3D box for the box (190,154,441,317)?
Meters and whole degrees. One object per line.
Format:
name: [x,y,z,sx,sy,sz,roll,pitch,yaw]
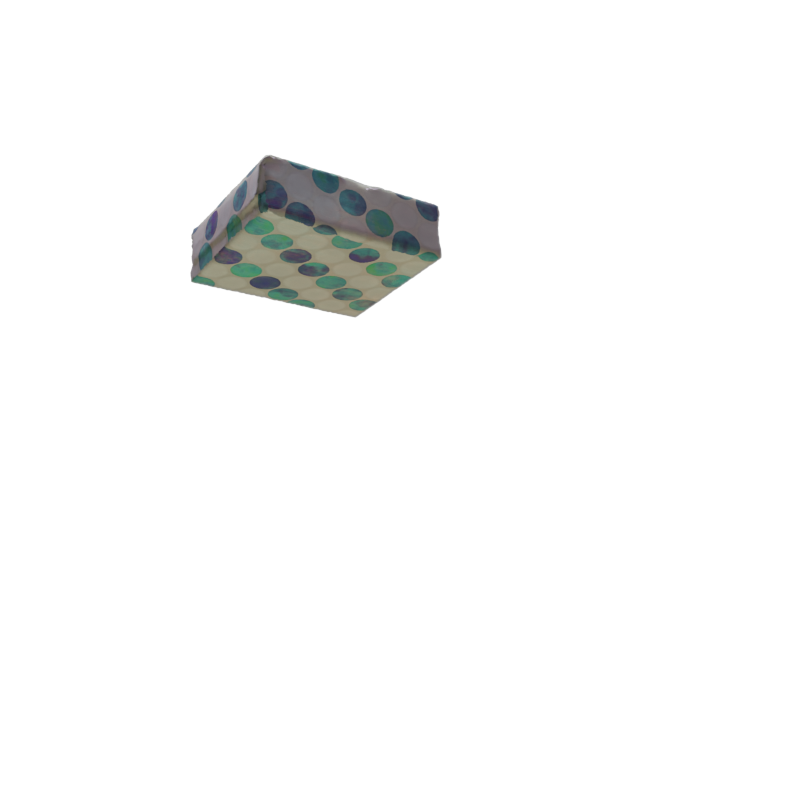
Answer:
box: [-0.039,-0.070,0.490,0.085,0.032,0.072,12,-26,-28]
